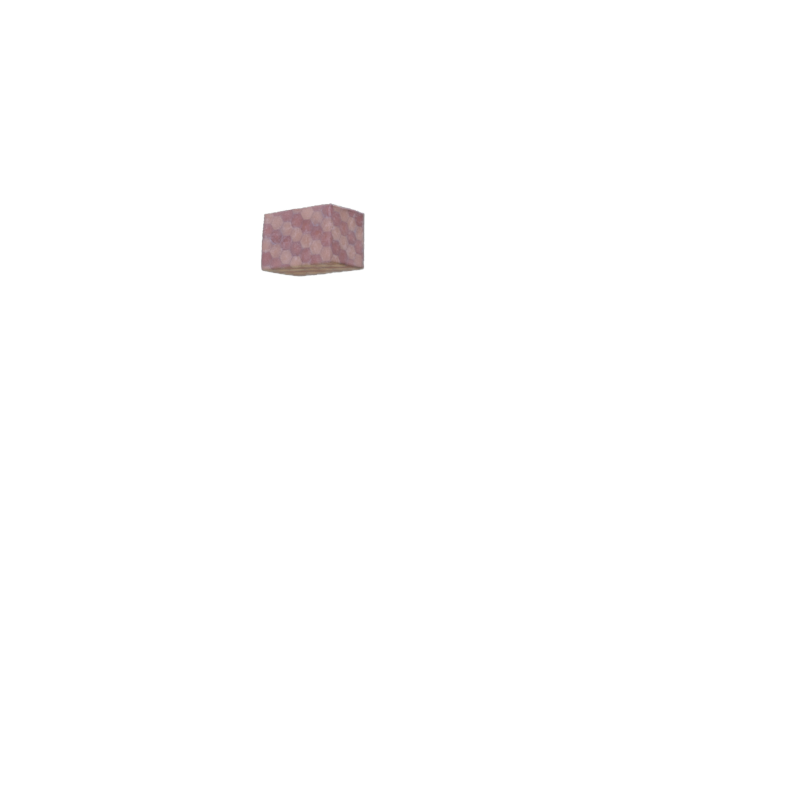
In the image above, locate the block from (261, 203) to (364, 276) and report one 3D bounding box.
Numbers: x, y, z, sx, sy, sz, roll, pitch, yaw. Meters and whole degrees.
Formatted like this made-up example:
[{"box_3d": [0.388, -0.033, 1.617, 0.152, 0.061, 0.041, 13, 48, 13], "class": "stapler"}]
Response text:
[{"box_3d": [-0.076, -0.139, 0.975, 0.080, 0.052, 0.050, -3, -7, 35], "class": "block"}]
